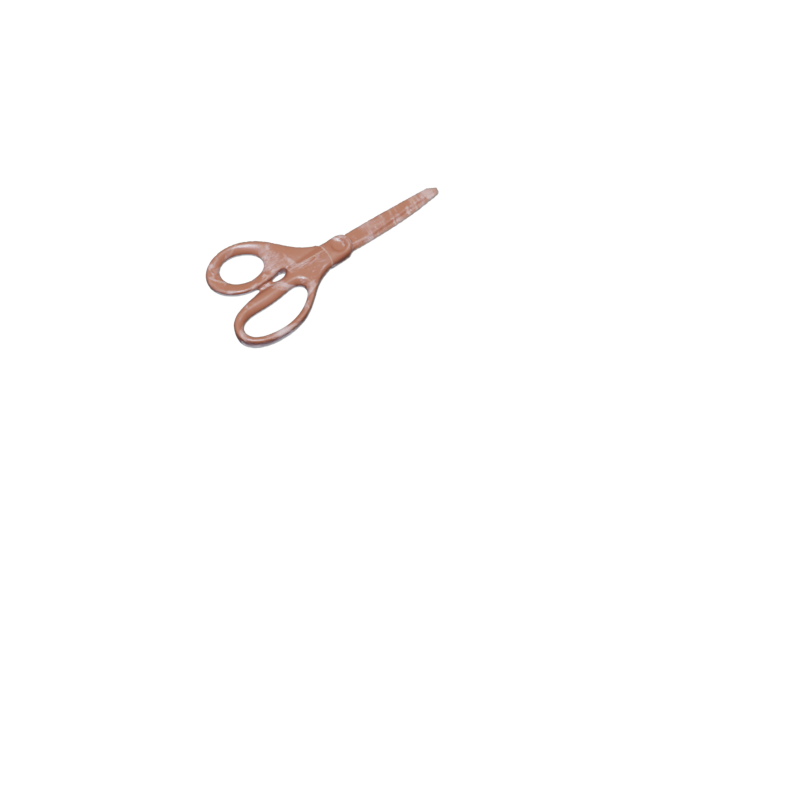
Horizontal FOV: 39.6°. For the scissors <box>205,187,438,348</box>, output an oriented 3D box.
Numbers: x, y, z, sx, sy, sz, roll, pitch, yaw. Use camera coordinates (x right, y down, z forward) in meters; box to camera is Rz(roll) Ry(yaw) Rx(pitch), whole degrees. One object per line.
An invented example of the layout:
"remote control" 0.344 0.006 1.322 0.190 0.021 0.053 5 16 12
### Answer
"scissors" -0.067 -0.122 0.854 0.101 0.206 0.015 32 -26 18
